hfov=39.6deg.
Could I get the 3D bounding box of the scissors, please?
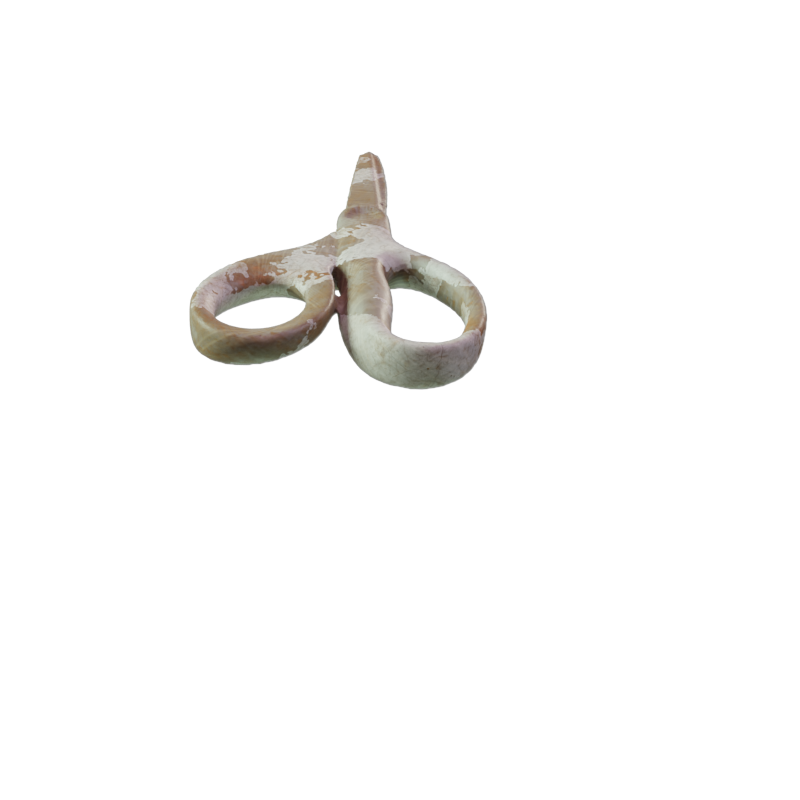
[{"bbox_3d":[-0.030,-0.055,0.387,0.095,0.015,0.215,-6,28,-12],"label":"scissors"}]
